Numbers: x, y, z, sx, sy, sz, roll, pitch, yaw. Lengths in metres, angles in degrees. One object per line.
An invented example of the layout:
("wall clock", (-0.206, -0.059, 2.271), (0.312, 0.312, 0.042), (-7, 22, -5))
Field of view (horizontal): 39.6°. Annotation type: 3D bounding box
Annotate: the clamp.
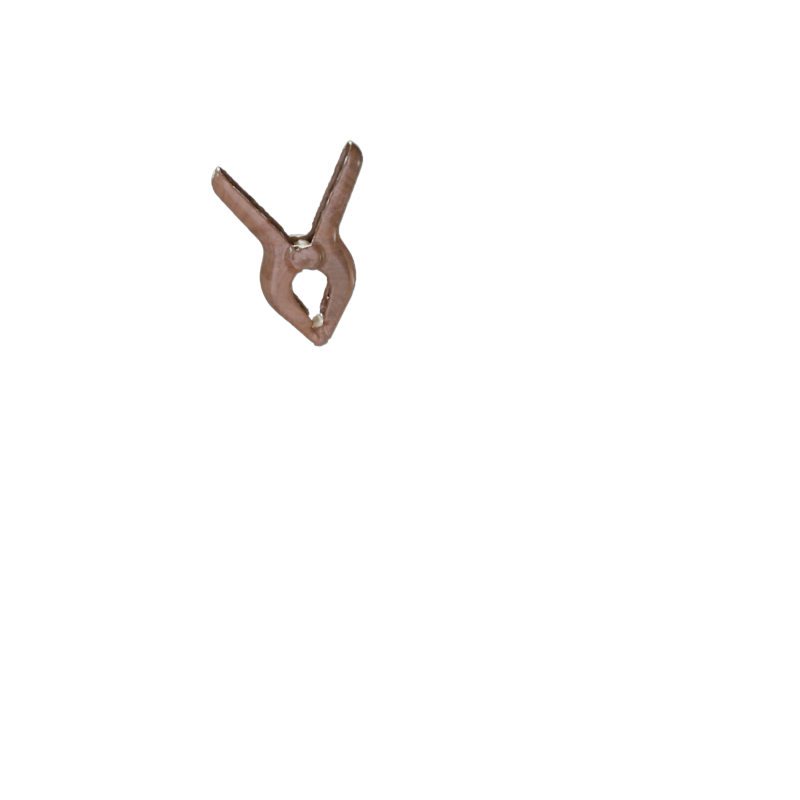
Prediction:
("clamp", (-0.070, -0.129, 0.900), (0.120, 0.161, 0.041), (-16, 25, 8))
